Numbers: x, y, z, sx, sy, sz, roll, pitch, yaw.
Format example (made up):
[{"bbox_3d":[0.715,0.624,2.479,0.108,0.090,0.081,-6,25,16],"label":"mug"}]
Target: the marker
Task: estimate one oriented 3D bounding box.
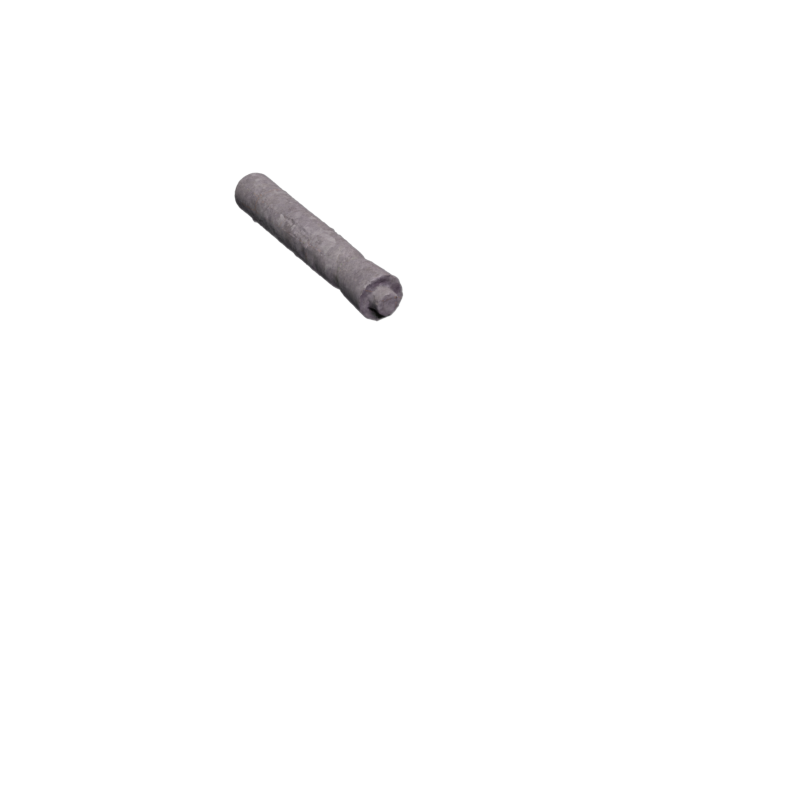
[{"bbox_3d":[-0.035,-0.064,0.450,0.019,0.019,0.130,-2,28,-31],"label":"marker"}]
